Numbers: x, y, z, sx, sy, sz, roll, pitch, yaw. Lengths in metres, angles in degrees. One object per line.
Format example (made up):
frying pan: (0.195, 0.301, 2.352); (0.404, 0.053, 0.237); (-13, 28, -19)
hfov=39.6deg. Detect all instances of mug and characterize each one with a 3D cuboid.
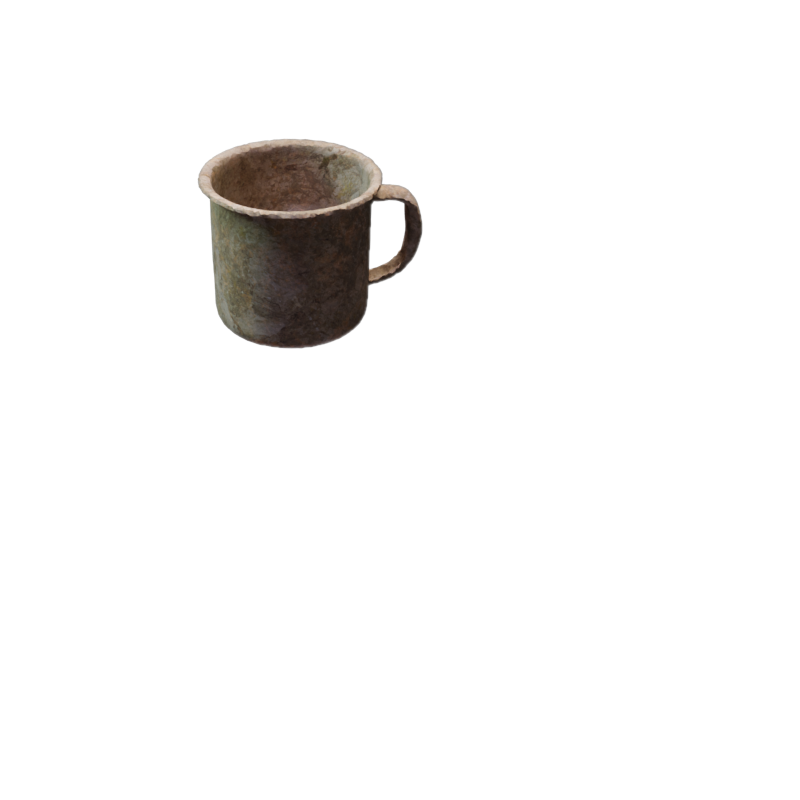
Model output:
mug: (-0.045, -0.083, 0.579); (0.115, 0.077, 0.100); (-9, 34, -15)
